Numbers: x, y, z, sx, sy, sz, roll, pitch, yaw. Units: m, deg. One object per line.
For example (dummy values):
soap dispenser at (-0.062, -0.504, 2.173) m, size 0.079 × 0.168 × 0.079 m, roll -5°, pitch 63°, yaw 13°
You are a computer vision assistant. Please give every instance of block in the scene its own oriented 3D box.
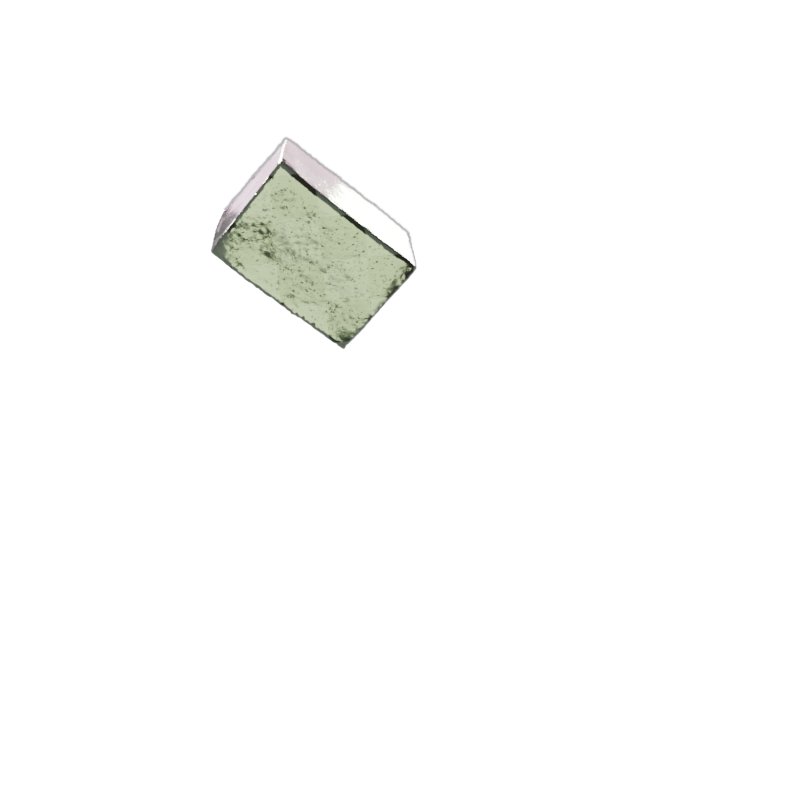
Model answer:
block at (-0.039, -0.072, 0.504) m, size 0.075 × 0.052 × 0.054 m, roll 37°, pitch 17°, yaw -15°
